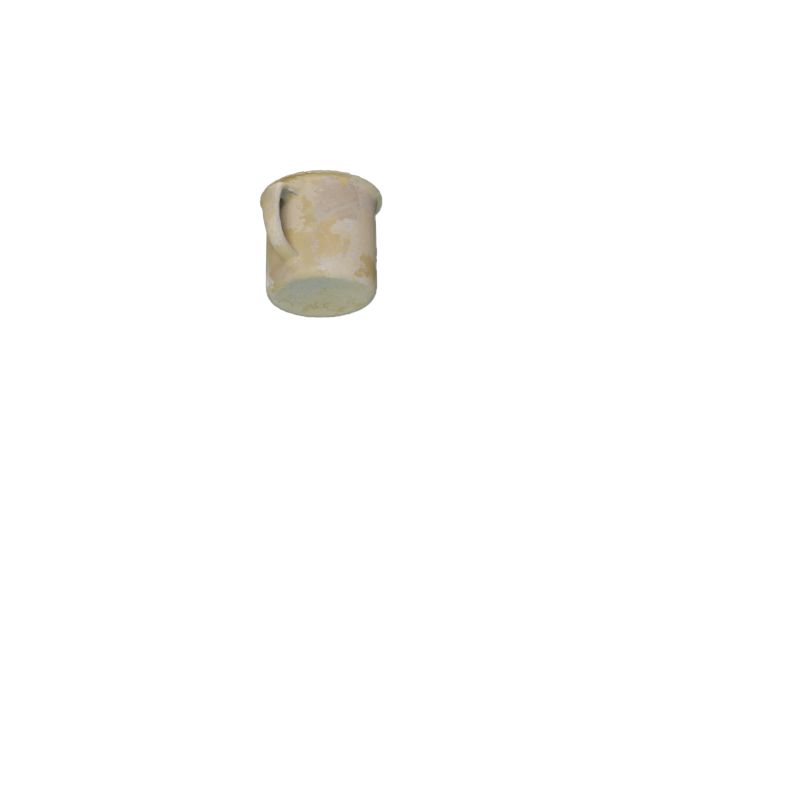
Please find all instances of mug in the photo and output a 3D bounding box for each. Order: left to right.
[{"bbox_3d":[-0.064,-0.116,0.814,0.095,0.086,0.109,-12,-26,24],"label":"mug"}]
